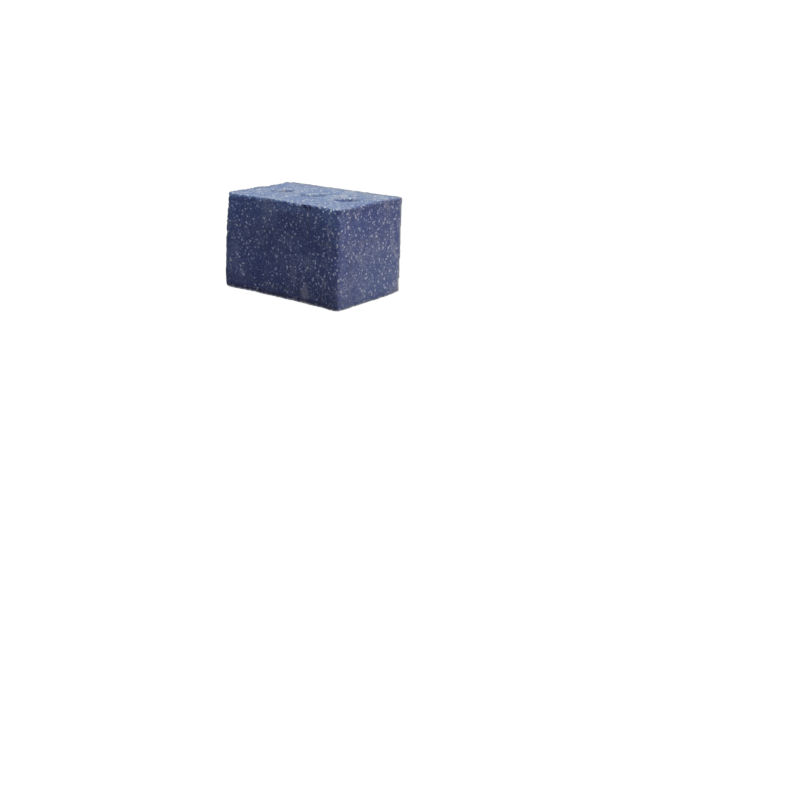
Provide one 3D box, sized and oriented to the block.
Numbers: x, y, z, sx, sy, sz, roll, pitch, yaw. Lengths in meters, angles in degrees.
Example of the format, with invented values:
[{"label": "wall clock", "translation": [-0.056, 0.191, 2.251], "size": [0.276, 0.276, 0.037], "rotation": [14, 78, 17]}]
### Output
[{"label": "block", "translation": [-0.045, -0.082, 0.571], "size": [0.082, 0.050, 0.052], "rotation": [14, 21, 36]}]
